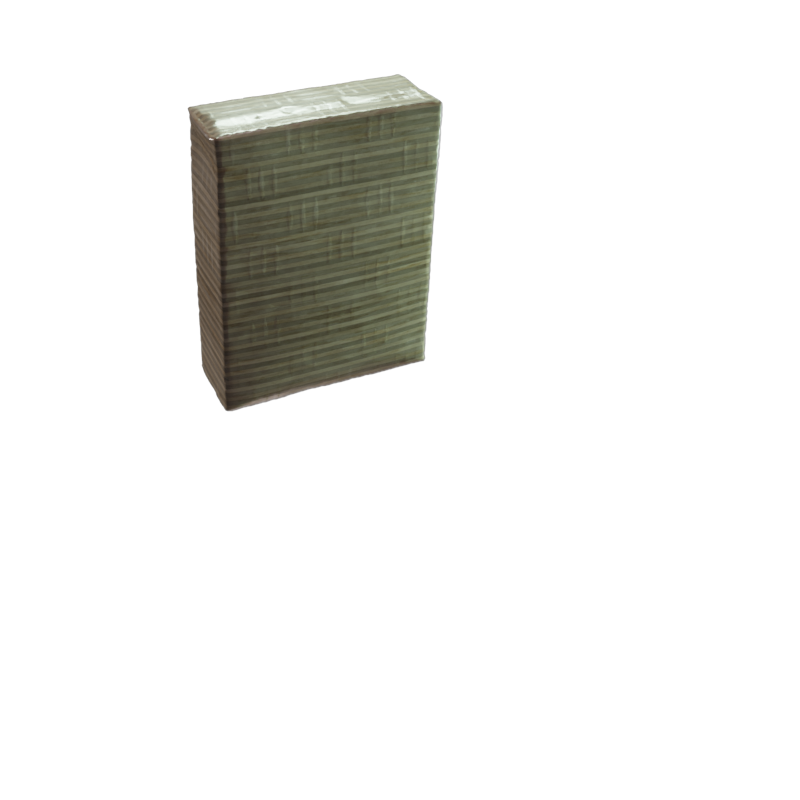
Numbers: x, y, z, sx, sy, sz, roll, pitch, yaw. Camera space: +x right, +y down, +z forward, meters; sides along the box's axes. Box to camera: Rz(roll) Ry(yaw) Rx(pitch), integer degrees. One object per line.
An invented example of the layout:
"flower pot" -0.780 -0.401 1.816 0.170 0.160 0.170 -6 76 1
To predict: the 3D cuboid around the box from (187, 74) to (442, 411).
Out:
"box" -0.062 -0.113 0.789 0.161 0.201 0.077 -13 34 -22
